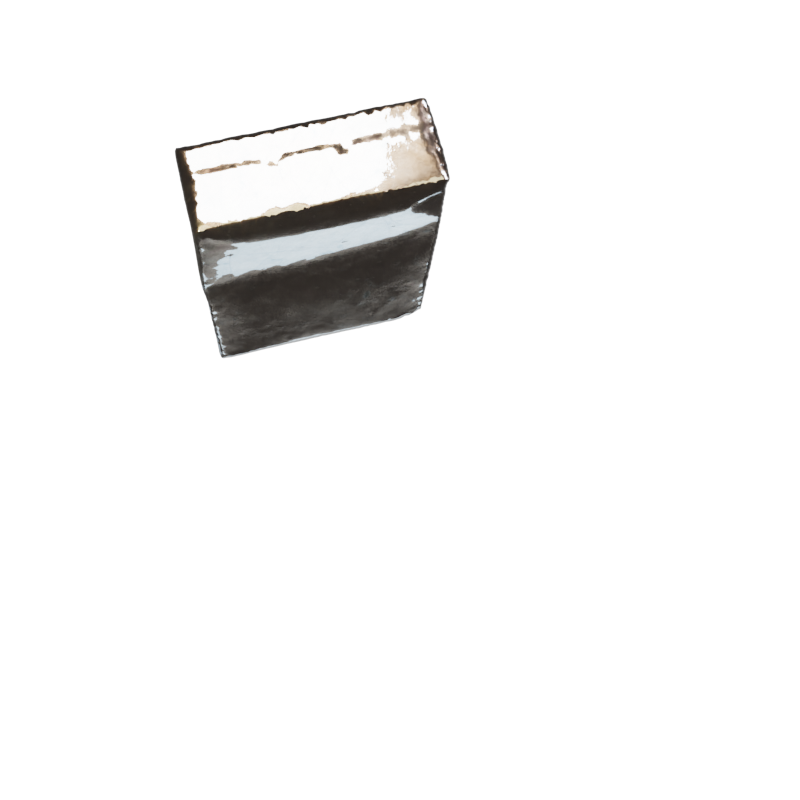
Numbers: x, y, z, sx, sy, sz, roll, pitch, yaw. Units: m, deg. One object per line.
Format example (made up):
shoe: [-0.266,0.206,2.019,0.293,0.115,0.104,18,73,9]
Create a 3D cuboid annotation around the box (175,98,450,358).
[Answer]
box: [-0.061,-0.110,0.773,0.163,0.076,0.204,-13,-18,-8]
